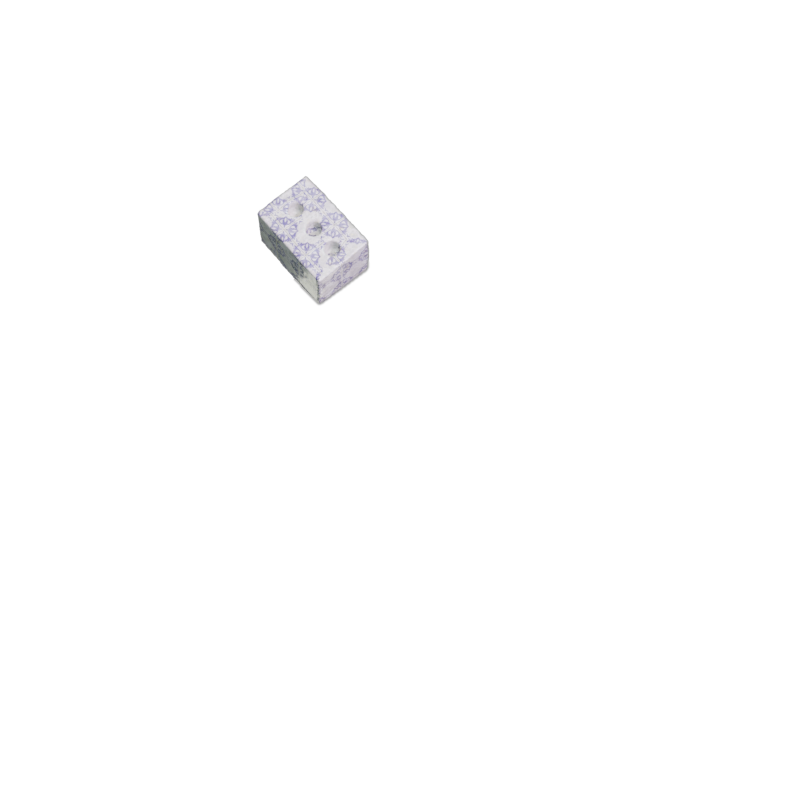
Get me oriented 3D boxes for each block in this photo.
[{"bbox_3d":[-0.069,-0.125,0.878,0.053,0.082,0.049,-39,-16,-15],"label":"block"}]
